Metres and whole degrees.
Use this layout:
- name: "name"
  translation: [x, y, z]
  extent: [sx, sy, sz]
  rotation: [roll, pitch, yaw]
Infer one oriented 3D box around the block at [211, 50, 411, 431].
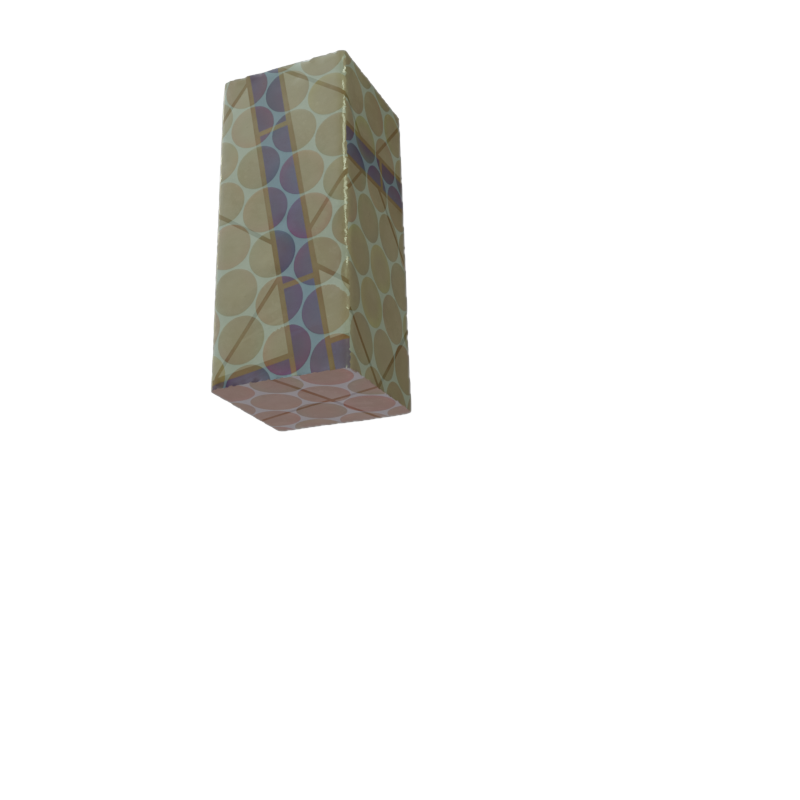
- name: "block"
  translation: [-0.054, -0.097, 0.681]
  extent: [0.092, 0.218, 0.084]
  rotation: [-12, -26, 21]
